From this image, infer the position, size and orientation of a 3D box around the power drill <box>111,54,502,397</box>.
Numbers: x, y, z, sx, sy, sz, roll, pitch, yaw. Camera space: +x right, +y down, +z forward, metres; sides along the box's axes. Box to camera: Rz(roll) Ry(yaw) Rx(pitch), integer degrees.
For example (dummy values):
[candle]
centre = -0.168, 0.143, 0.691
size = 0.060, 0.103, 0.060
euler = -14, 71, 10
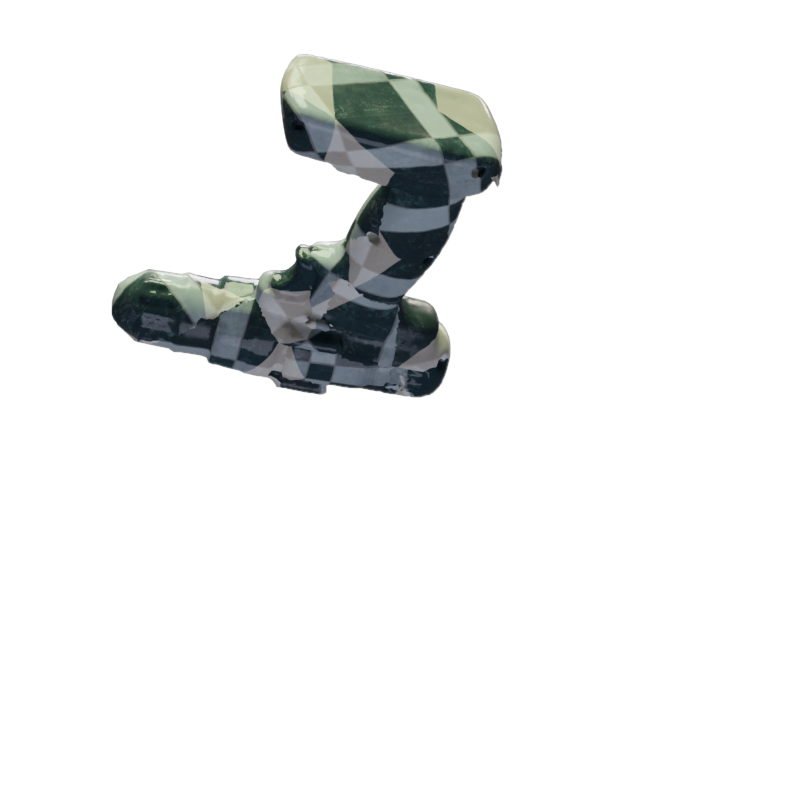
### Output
[power drill]
centre = -0.043, -0.079, 0.555
size = 0.181, 0.062, 0.178
euler = 10, -42, -12
